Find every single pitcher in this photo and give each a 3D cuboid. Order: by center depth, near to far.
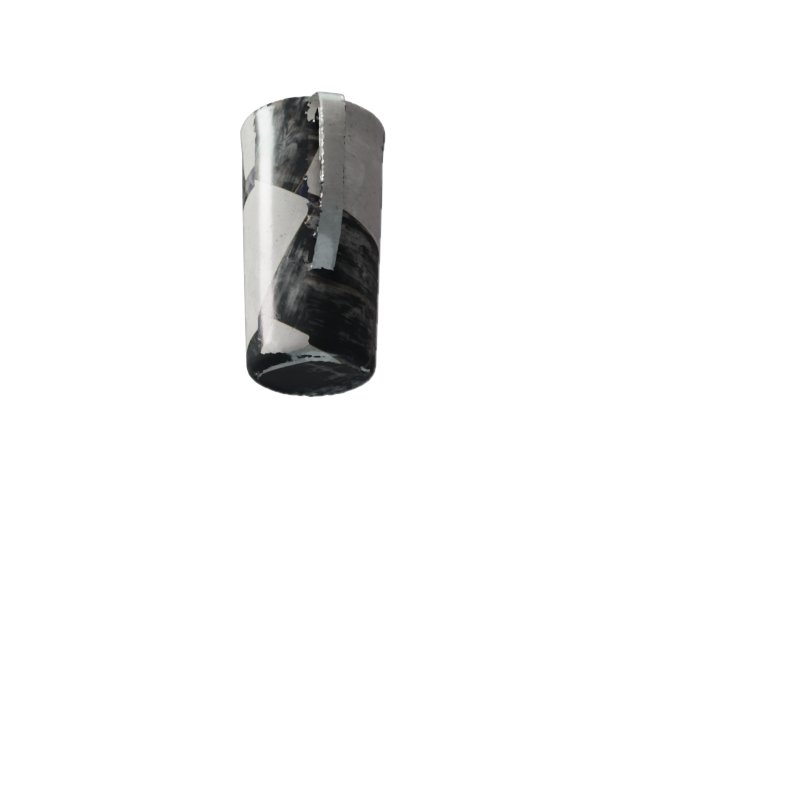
[{"bbox_3d":[-0.075,-0.137,0.957,0.147,0.257,0.139,-16,-28,28],"label":"pitcher"}]
